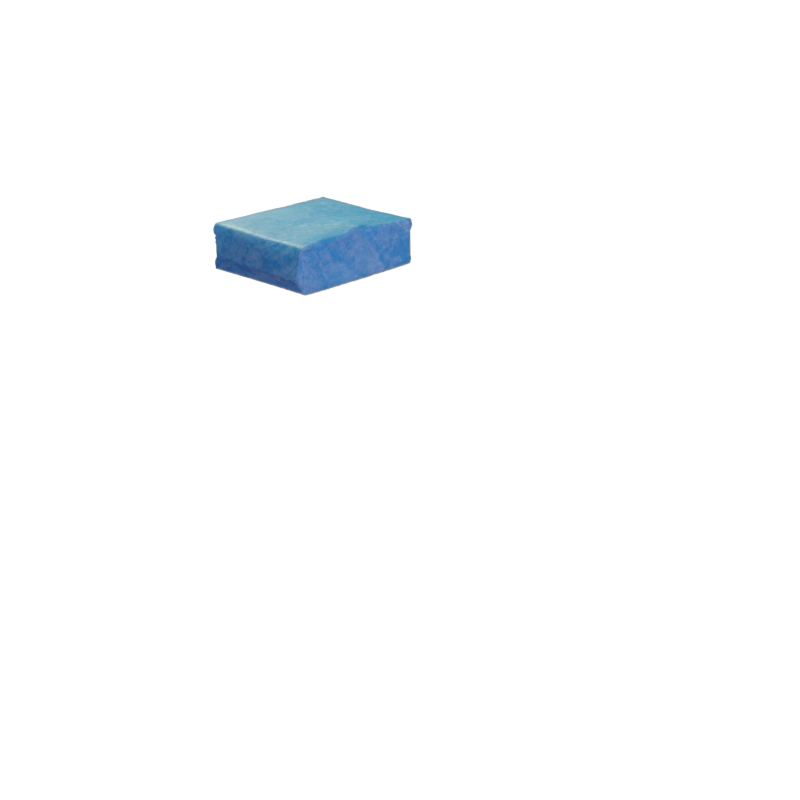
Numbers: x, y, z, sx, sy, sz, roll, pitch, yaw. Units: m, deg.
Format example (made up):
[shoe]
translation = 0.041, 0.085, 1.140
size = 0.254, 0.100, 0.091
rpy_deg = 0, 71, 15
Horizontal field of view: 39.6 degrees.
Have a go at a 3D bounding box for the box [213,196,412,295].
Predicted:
[box]
translation = -0.049, -0.089, 0.626
size = 0.077, 0.029, 0.088
rpy_deg = 20, 30, 40
